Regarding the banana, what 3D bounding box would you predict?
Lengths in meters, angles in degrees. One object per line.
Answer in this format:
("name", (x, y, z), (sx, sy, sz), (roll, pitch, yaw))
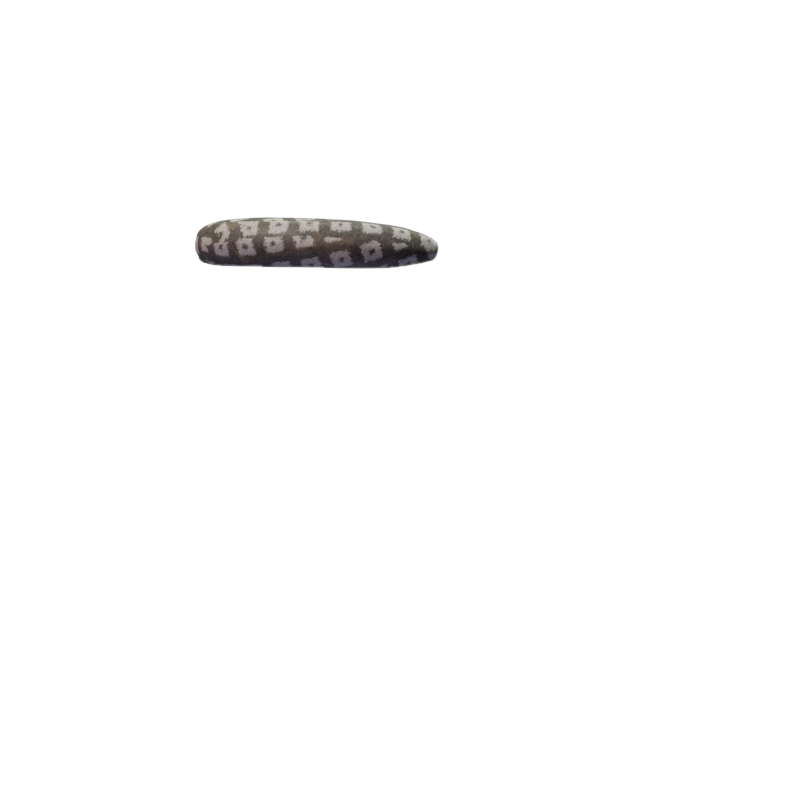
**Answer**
("banana", (-0.075, -0.116, 0.818), (0.203, 0.036, 0.068), (4, 9, 21))
